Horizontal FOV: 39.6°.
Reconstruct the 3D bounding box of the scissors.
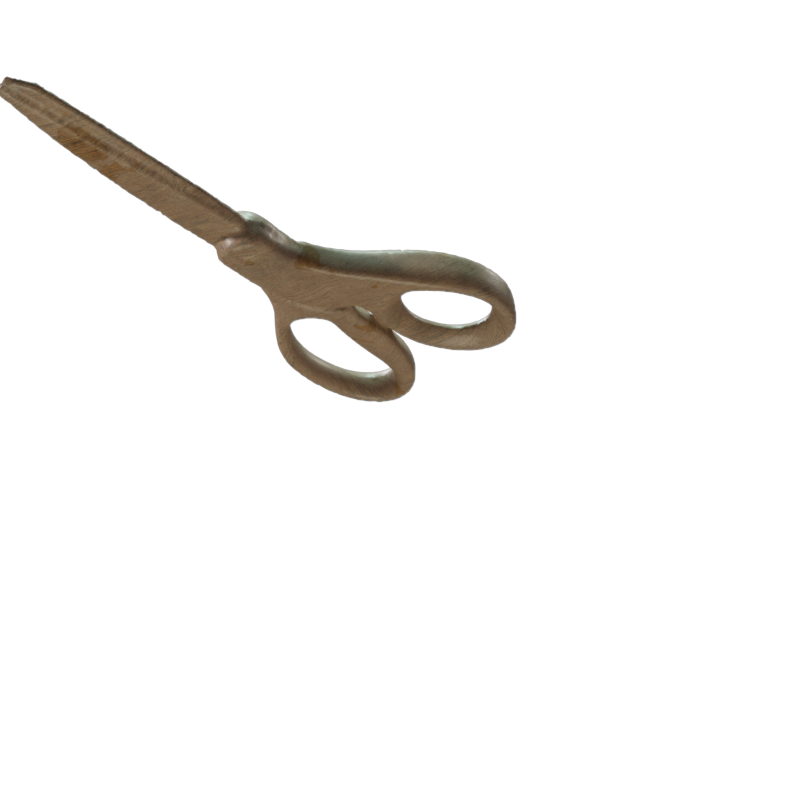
[{"bbox_3d":[-0.028,-0.051,0.355,0.097,0.017,0.186,-12,-32,20],"label":"scissors"}]
